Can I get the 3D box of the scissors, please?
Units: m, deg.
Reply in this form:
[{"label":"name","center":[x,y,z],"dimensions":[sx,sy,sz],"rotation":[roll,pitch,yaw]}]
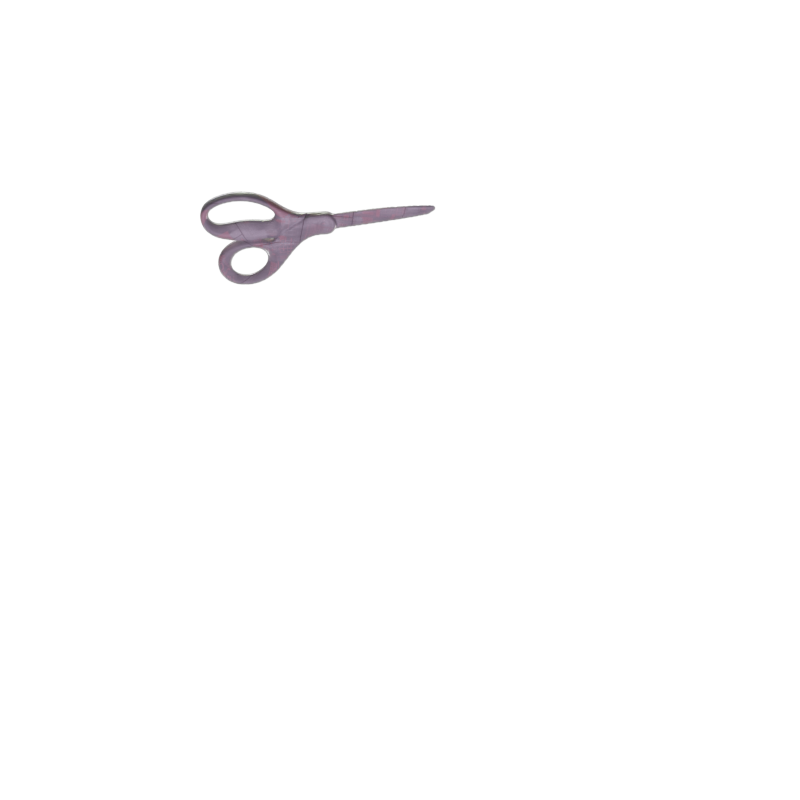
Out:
[{"label":"scissors","center":[-0.076,-0.139,0.976],"dimensions":[0.200,0.091,0.017],"rotation":[6,30,-4]}]
